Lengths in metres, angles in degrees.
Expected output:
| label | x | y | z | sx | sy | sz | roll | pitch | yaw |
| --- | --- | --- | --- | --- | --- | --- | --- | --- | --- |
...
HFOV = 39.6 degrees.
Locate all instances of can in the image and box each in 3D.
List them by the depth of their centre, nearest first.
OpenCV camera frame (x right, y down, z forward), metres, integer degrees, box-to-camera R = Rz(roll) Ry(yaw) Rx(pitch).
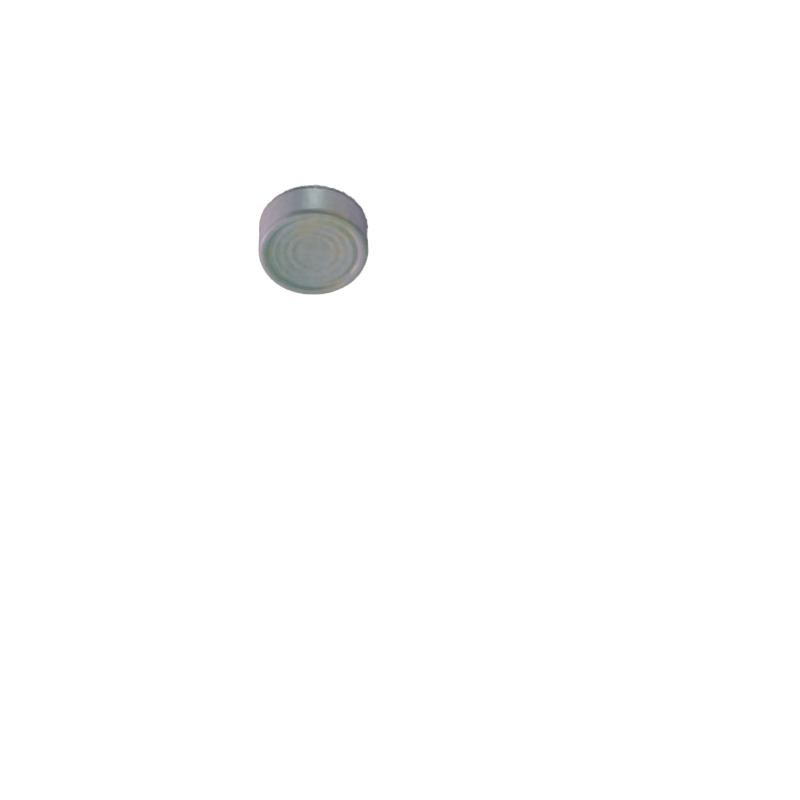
| label | x | y | z | sx | sy | sz | roll | pitch | yaw |
| --- | --- | --- | --- | --- | --- | --- | --- | --- | --- |
| can | -0.067 | -0.122 | 0.858 | 0.086 | 0.080 | 0.036 | 1 | 43 | -1 |
